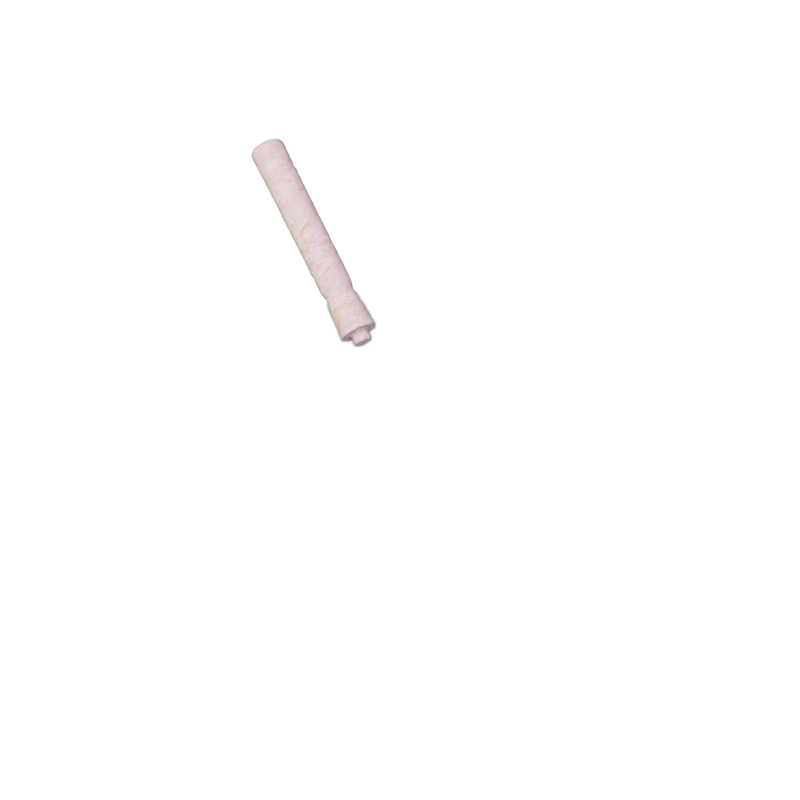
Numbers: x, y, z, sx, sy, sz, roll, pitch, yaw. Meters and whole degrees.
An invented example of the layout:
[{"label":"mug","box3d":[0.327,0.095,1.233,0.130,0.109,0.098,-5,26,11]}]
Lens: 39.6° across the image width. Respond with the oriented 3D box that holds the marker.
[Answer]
[{"label":"marker","box3d":[-0.045,-0.082,0.575,0.020,0.128,0.019,-23,-20,-10]}]
